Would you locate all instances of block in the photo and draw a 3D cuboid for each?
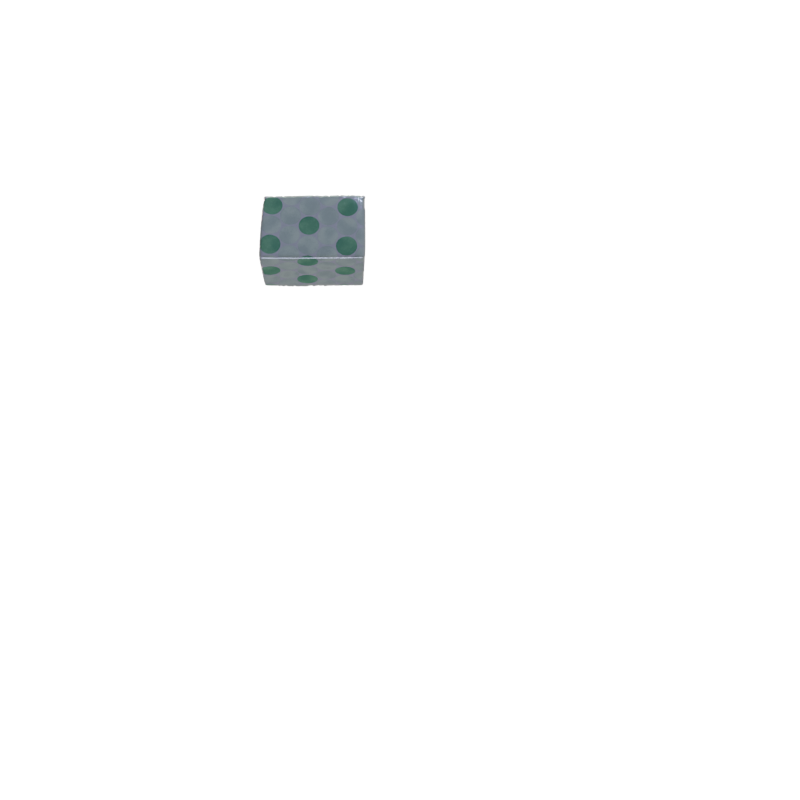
[{"bbox_3d":[-0.065,-0.119,0.834,0.078,0.054,0.050,0,-22,-1],"label":"block"}]
